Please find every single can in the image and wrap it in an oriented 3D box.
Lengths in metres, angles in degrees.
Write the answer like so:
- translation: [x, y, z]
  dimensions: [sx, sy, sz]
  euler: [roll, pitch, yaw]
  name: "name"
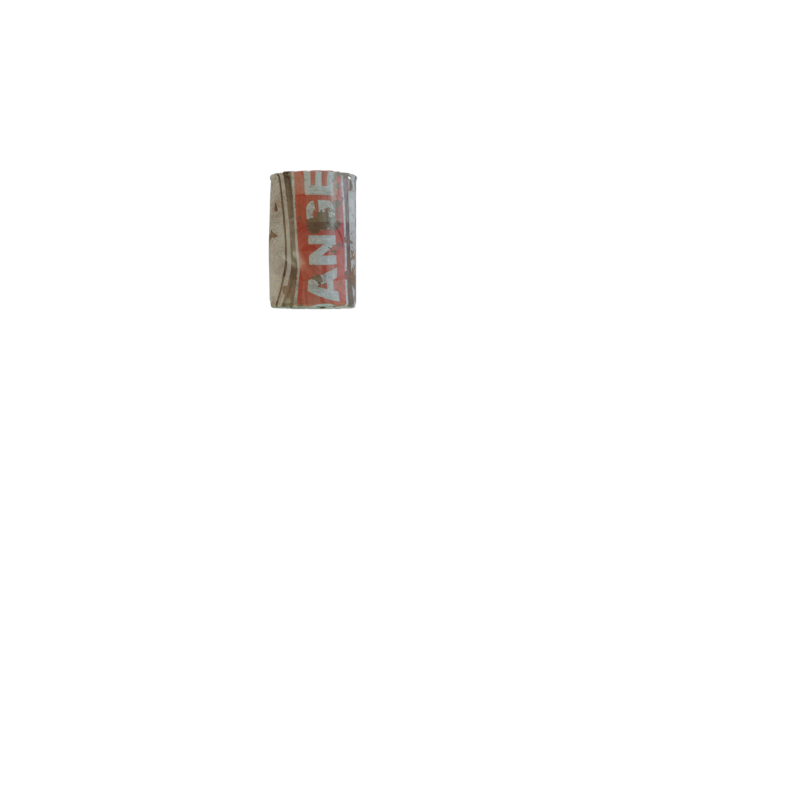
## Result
- translation: [-0.067, -0.122, 0.855]
  dimensions: [0.068, 0.103, 0.068]
  euler: [0, -3, -2]
  name: "can"
